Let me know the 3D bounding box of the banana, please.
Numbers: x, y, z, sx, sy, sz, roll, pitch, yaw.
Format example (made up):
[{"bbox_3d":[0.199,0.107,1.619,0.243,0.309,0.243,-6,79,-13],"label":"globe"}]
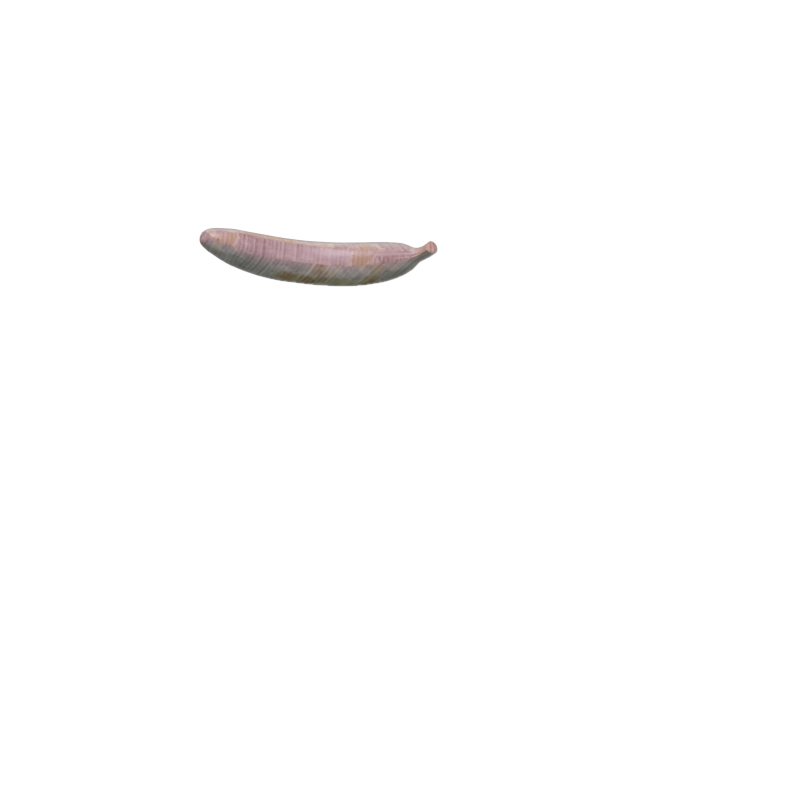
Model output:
[{"bbox_3d":[-0.071,-0.125,0.950,0.197,0.039,0.065,1,-30,-2],"label":"banana"}]
